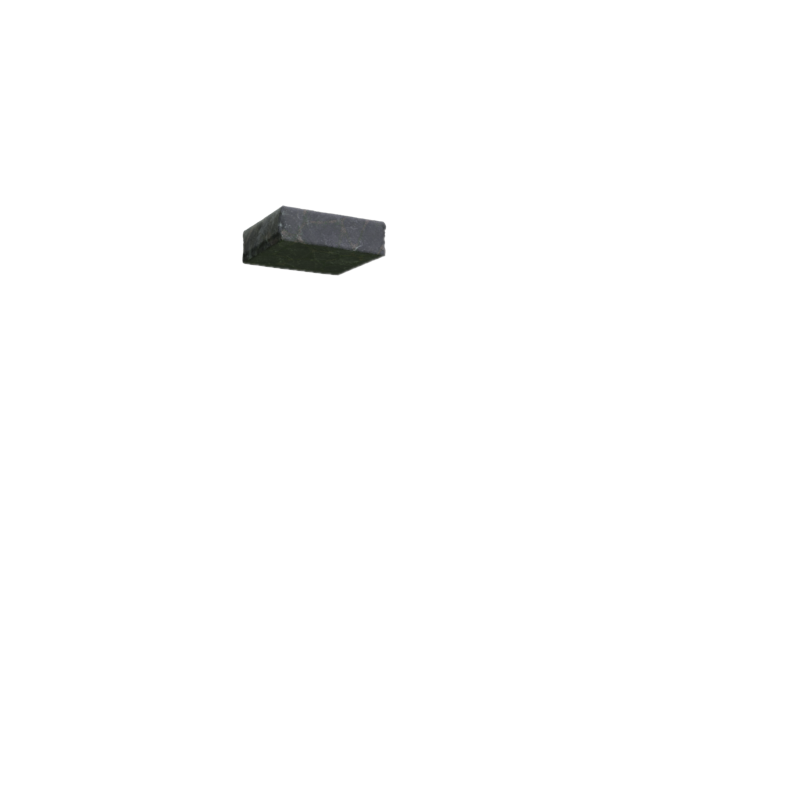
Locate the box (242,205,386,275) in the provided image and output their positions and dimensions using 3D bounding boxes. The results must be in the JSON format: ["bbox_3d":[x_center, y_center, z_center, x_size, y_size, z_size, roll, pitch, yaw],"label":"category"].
[{"bbox_3d":[-0.066,-0.121,0.845,0.086,0.031,0.074,5,-10,-28],"label":"box"}]
